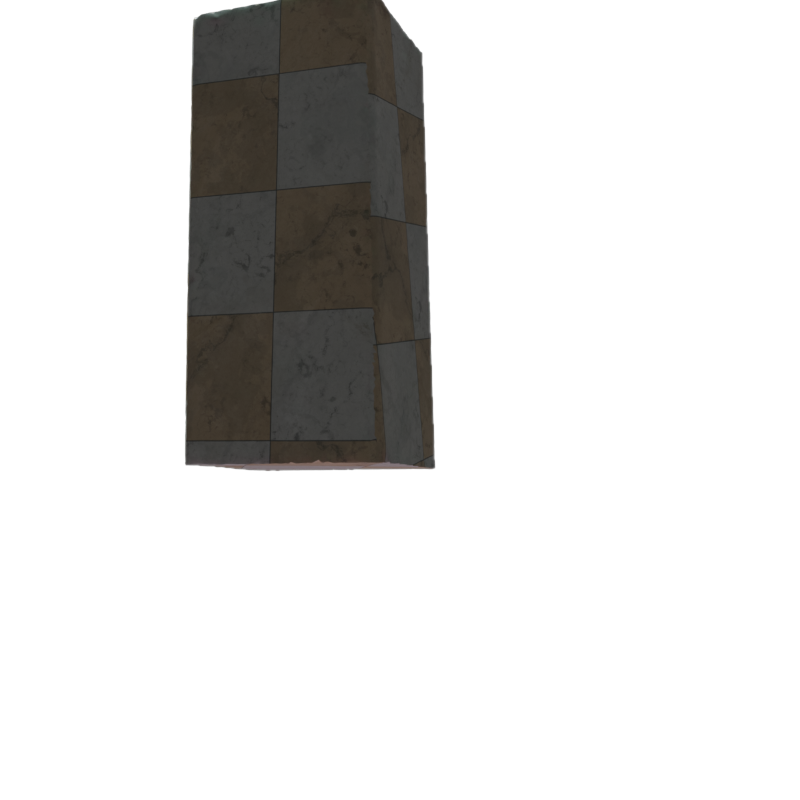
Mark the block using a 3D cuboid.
[{"bbox_3d":[-0.041,-0.074,0.516,0.093,0.213,0.086,-5,-13,19],"label":"block"}]
